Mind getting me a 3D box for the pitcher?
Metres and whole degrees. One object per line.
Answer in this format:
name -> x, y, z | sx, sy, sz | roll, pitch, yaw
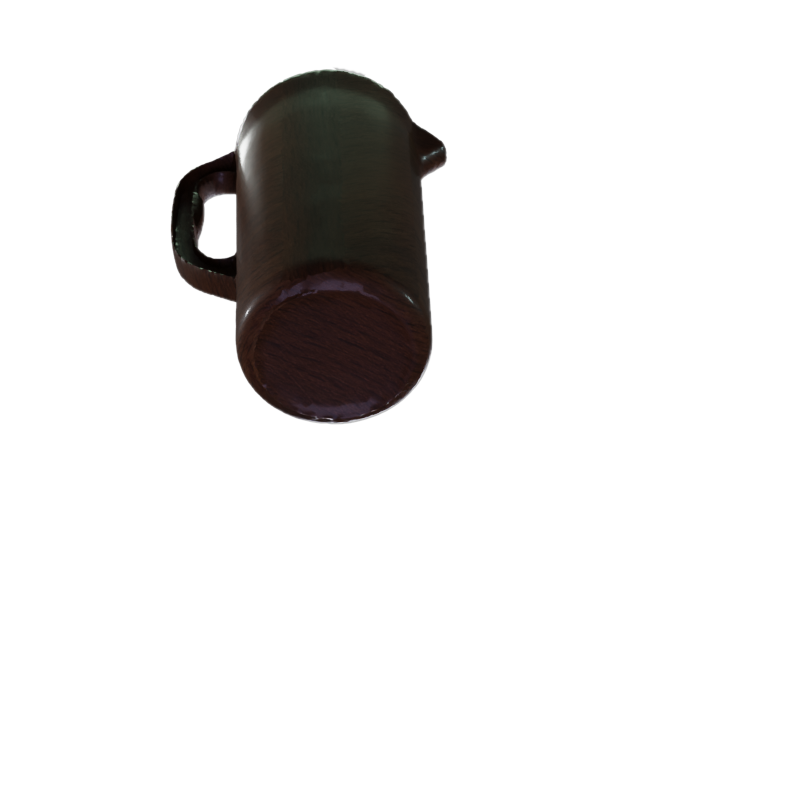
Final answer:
pitcher -> -0.055, -0.100, 0.699 | 0.138, 0.146, 0.260 | 33, 28, -24
